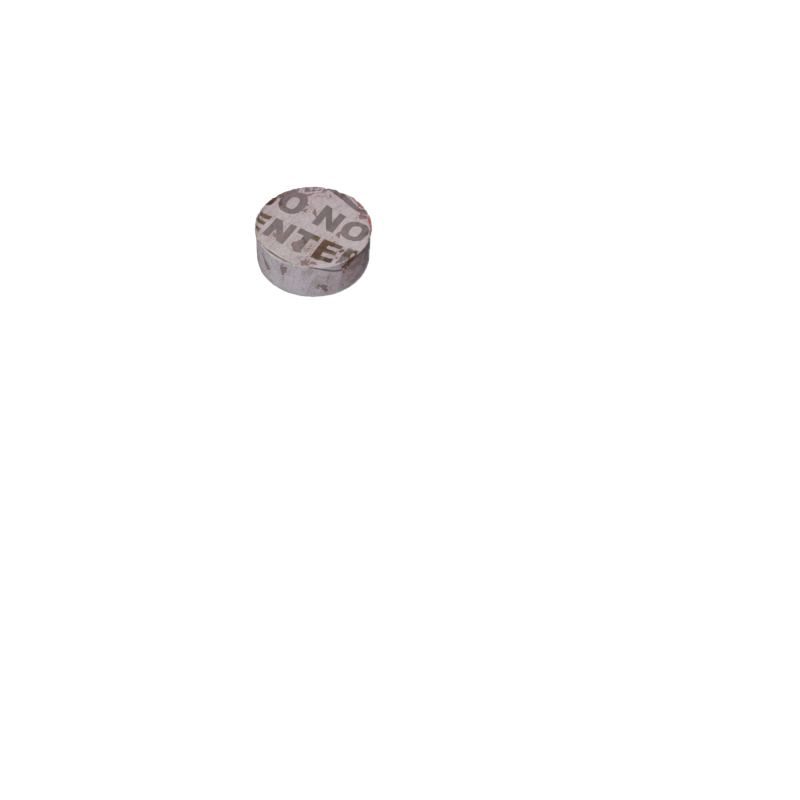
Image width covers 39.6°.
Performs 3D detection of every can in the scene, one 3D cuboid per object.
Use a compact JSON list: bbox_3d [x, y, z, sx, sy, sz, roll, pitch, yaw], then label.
[{"bbox_3d":[-0.064,-0.117,0.820,0.086,0.092,0.031,-1,-42,-1],"label":"can"}]
